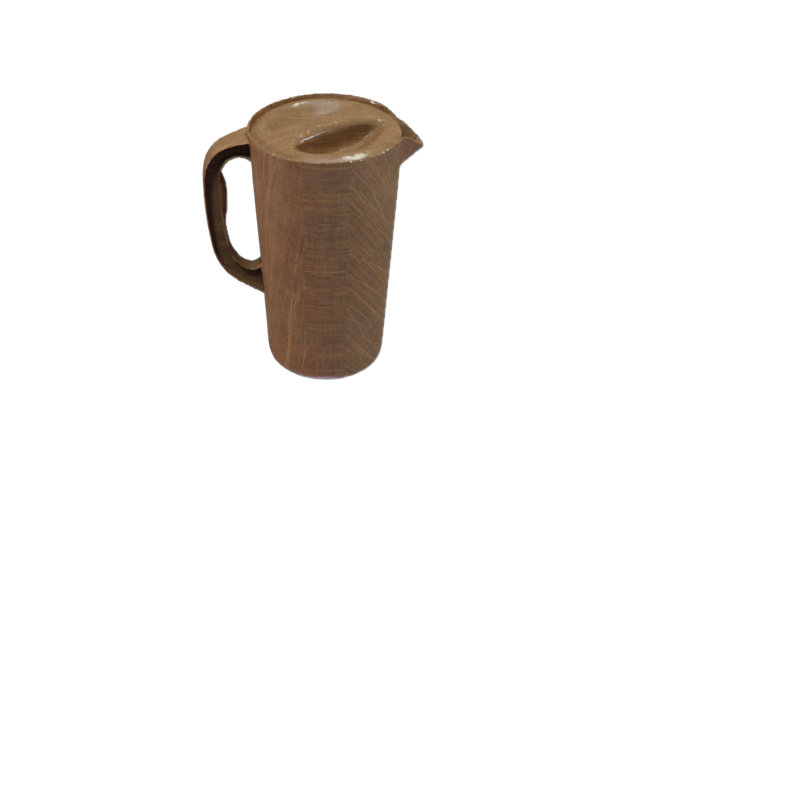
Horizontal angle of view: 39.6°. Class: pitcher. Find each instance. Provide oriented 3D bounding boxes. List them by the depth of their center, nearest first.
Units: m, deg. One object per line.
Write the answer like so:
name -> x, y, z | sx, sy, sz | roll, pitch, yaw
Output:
pitcher -> -0.077, -0.141, 0.990 | 0.158, 0.228, 0.146 | 25, 41, 29
